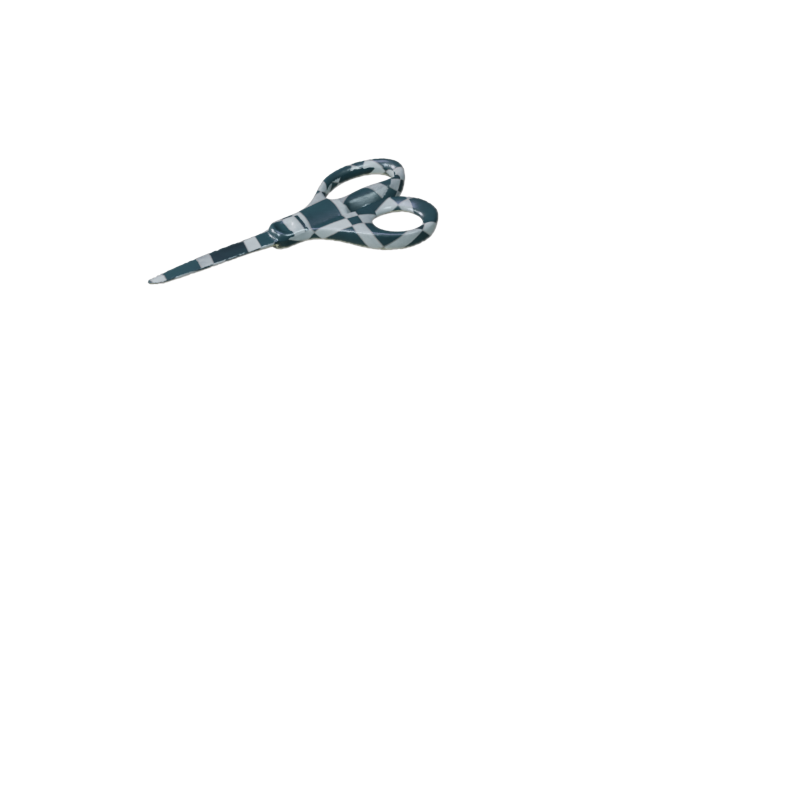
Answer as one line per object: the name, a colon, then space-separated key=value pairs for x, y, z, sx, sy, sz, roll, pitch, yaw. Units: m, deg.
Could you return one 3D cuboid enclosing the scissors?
scissors: x=-0.056 y=-0.103 z=0.721 sx=0.102 sy=0.015 sz=0.204 roll=31 pitch=52 yaw=28
